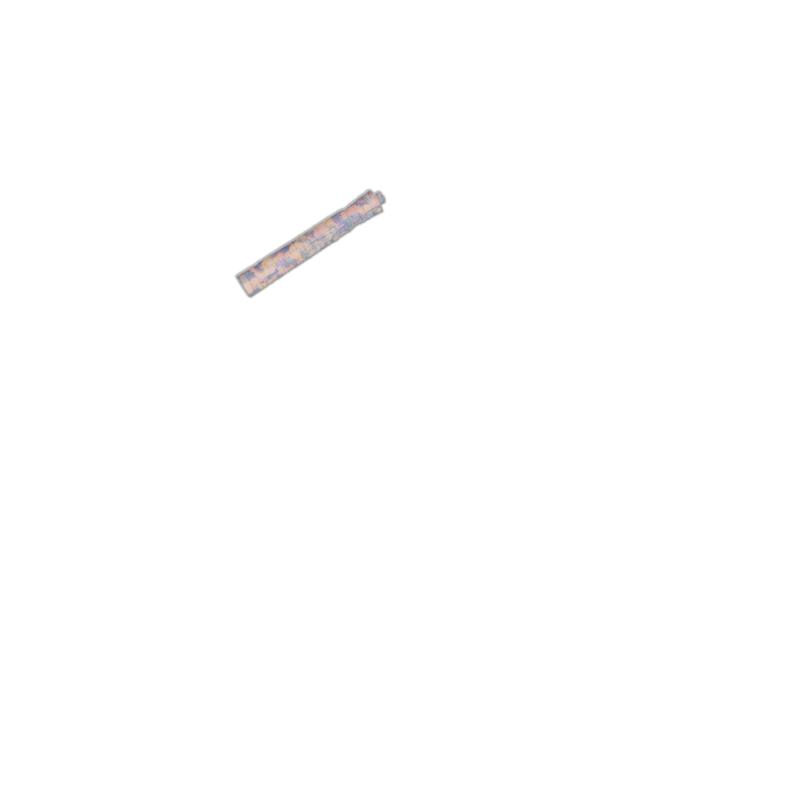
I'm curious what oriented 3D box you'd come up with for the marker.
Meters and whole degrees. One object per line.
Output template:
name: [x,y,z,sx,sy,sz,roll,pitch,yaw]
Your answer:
marker: [-0.063,-0.114,0.799,0.121,0.019,0.020,-34,8,-5]
